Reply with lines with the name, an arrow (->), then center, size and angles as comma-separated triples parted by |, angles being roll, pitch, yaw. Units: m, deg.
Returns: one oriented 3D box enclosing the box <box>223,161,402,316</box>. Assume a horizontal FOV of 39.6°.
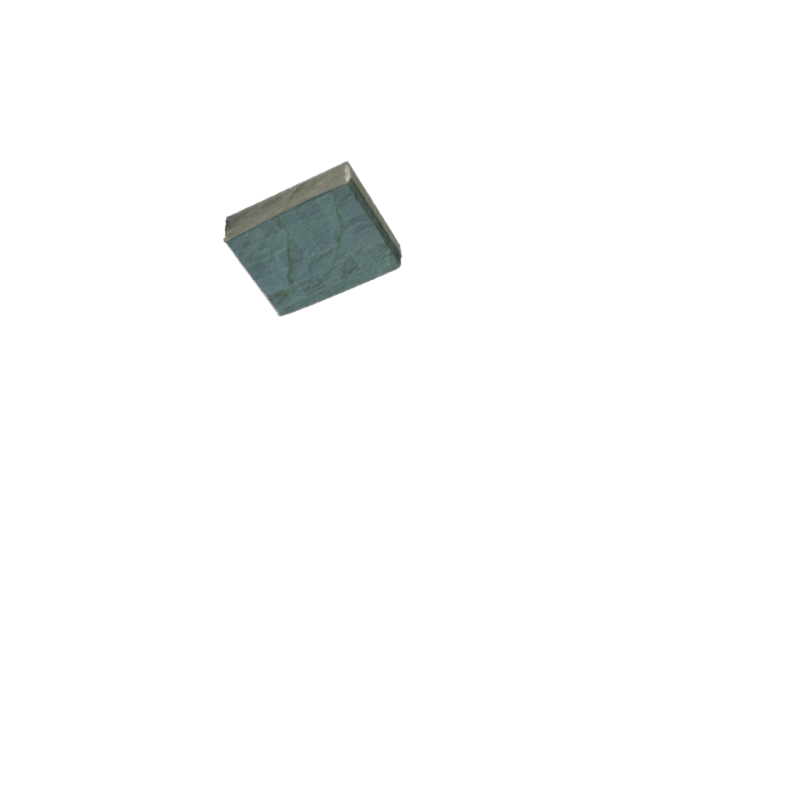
box -> -0.068, -0.124, 0.867 | 0.114, 0.084, 0.042 | -23, 33, 15
